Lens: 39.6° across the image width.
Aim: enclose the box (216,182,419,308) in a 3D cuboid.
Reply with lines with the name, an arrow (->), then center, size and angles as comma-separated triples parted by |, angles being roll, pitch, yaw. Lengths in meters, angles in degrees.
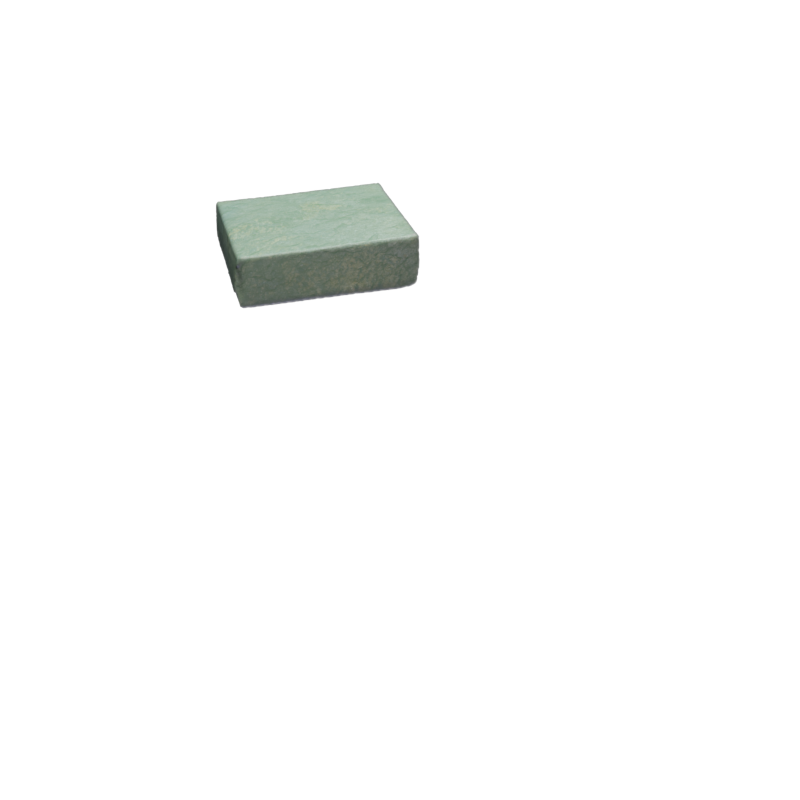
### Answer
box -> -0.054, -0.099, 0.693 | 0.112, 0.037, 0.096 | -7, 32, -12
